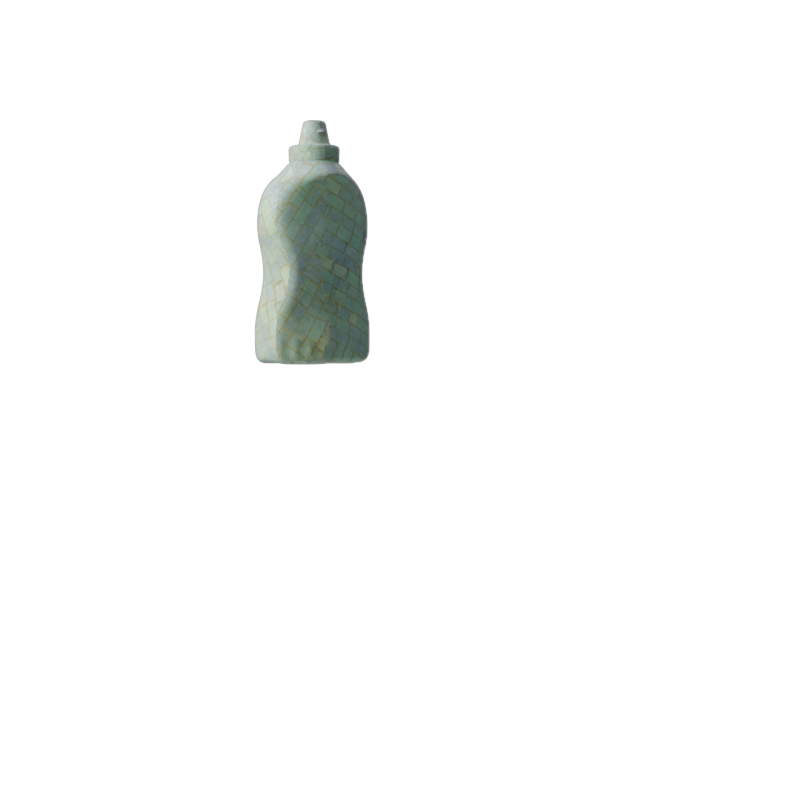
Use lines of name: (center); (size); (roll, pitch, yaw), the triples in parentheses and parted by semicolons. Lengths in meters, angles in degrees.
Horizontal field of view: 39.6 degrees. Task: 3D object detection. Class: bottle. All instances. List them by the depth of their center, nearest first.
bottle: (-0.068, -0.125, 0.877); (0.092, 0.193, 0.060); (2, -4, -38)
